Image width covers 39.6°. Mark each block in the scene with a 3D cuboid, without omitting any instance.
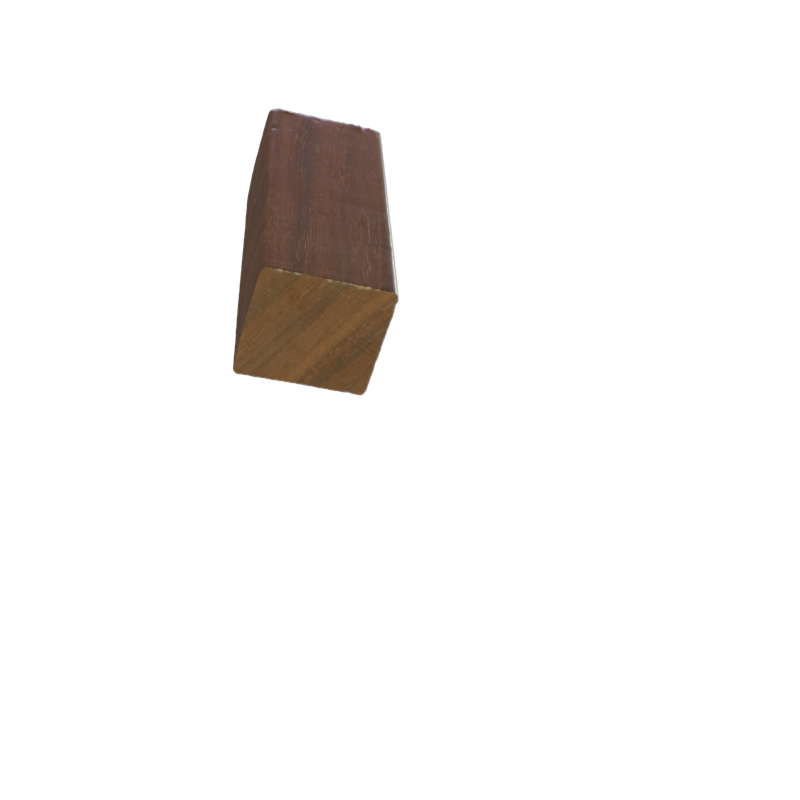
[{"bbox_3d":[-0.061,-0.112,0.783,0.089,0.086,0.221,10,38,-12],"label":"block"}]
